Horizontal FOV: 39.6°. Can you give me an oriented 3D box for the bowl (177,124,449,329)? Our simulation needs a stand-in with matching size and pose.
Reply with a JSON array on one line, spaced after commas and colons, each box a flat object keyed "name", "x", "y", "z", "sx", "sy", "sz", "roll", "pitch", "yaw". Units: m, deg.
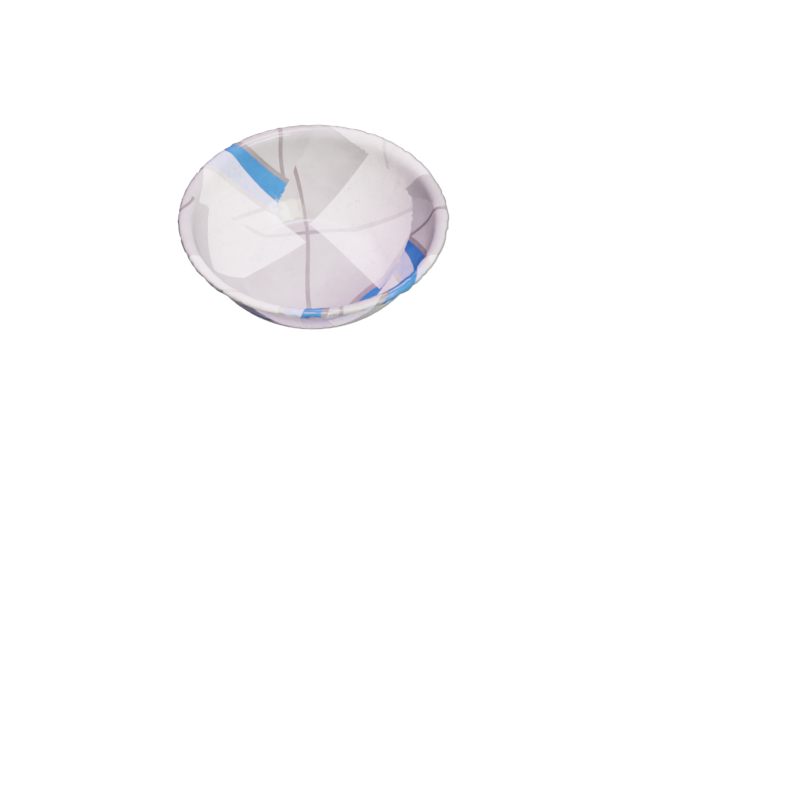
[{"name": "bowl", "x": -0.053, "y": -0.097, "z": 0.680, "sx": 0.162, "sy": 0.174, "sz": 0.051, "roll": -1, "pitch": -40, "yaw": -1}]
